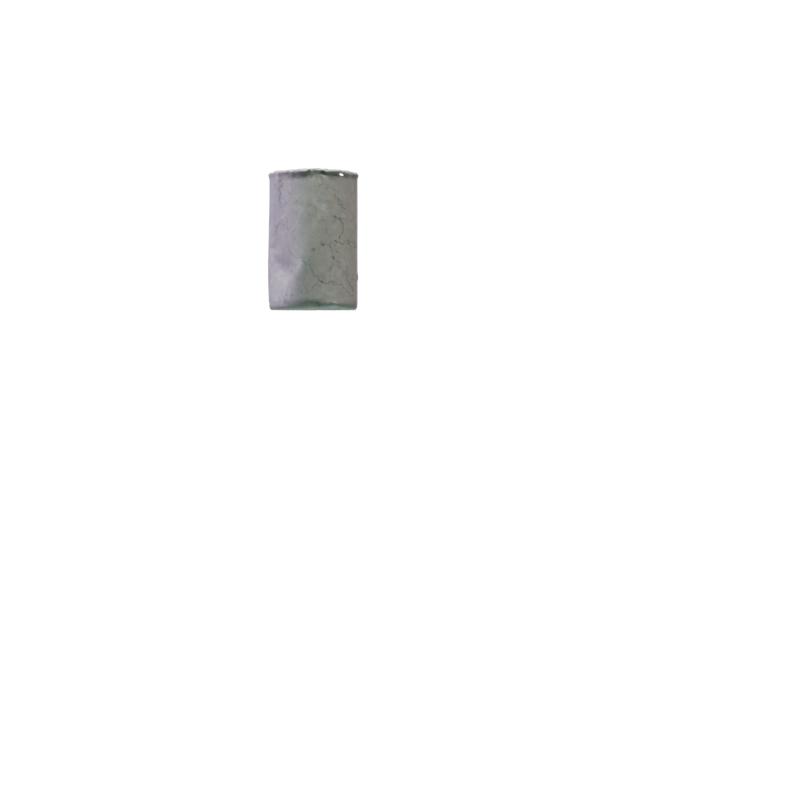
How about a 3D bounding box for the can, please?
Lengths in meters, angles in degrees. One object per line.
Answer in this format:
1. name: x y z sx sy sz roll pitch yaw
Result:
1. can: -0.065 -0.118 0.829 0.068 0.103 0.068 0 -2 -2
